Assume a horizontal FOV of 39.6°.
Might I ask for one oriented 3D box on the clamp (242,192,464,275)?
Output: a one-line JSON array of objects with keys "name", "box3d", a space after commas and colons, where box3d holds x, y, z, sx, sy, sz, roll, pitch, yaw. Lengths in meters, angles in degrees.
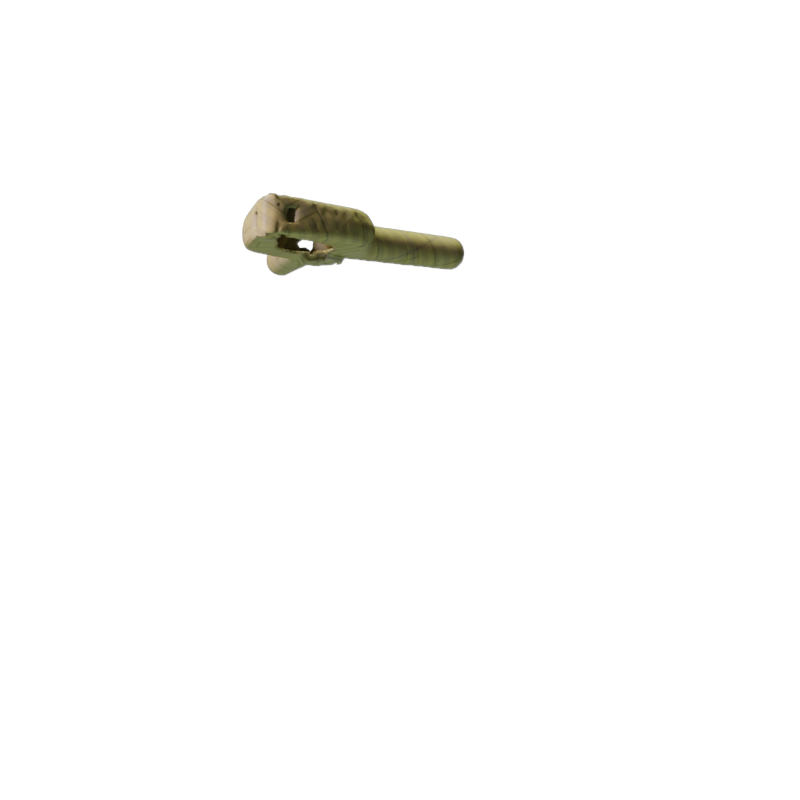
[{"name": "clamp", "box3d": [-0.064, -0.117, 0.819, 0.169, 0.037, 0.201, -1, -2, 26]}]
